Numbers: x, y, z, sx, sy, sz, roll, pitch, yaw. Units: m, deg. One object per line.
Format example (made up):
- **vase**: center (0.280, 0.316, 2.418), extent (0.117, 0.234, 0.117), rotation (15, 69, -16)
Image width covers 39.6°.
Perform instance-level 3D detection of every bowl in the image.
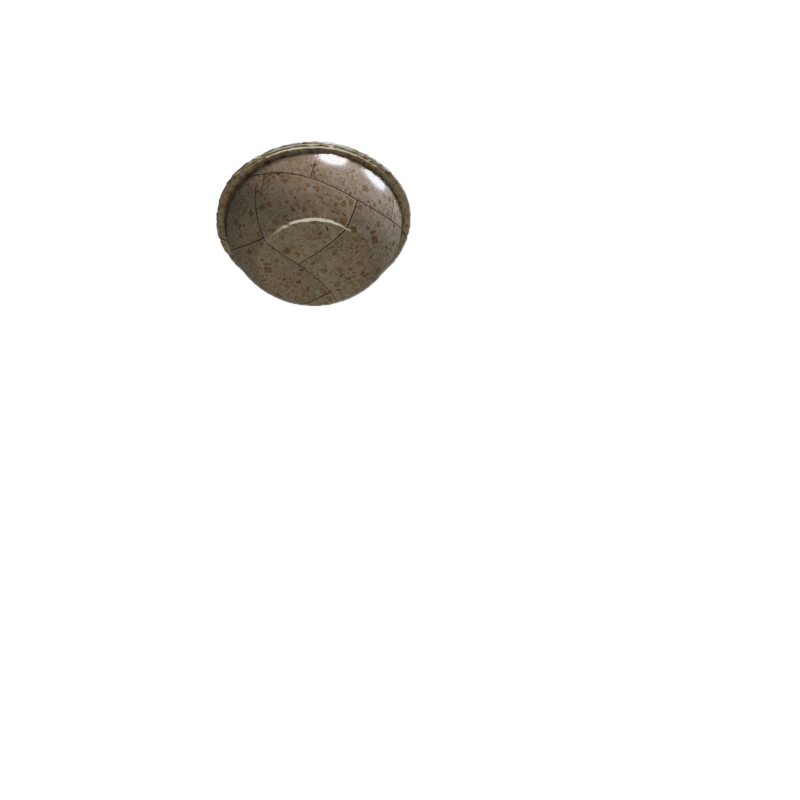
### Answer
- **bowl**: center (-0.070, -0.128, 0.899), extent (0.162, 0.151, 0.059), rotation (1, 43, -1)
